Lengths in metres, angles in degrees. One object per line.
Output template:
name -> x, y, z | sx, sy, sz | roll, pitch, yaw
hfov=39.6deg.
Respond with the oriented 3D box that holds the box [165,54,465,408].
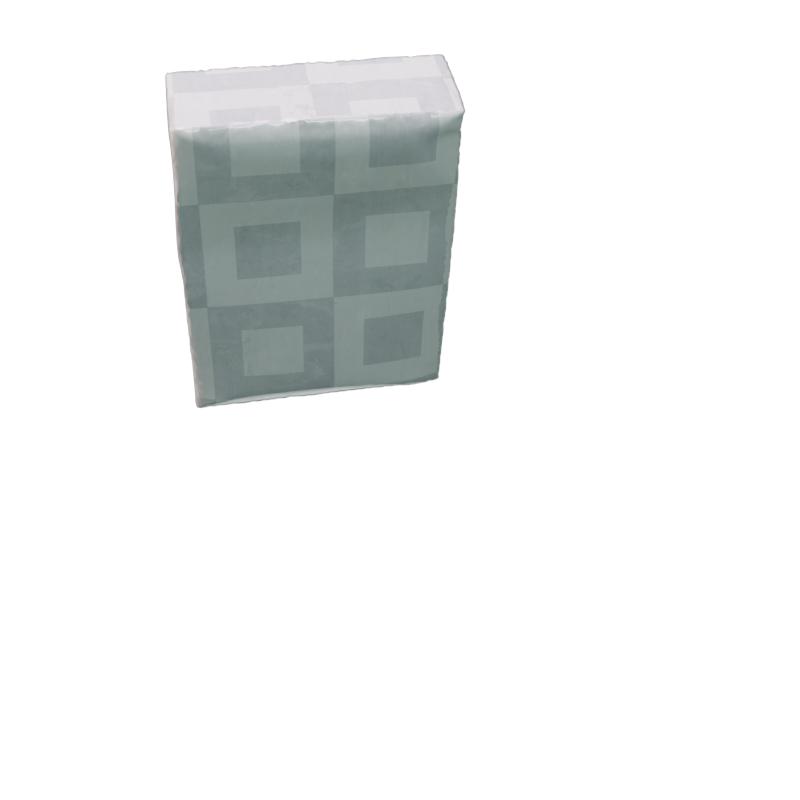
box -> -0.053, -0.097, 0.677 | 0.163, 0.199, 0.078 | -5, 43, -8
